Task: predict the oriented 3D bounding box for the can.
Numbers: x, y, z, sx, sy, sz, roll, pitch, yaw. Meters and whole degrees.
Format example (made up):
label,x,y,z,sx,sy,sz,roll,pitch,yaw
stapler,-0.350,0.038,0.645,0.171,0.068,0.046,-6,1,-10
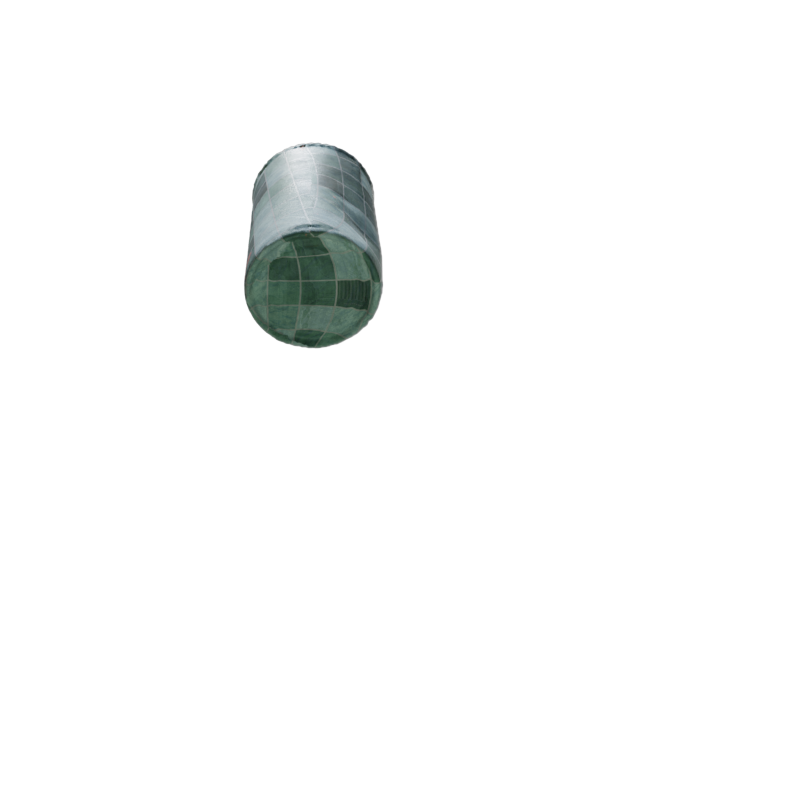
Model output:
label,x,y,z,sx,sy,sz,roll,pitch,yaw
can,-0.045,-0.082,0.572,0.068,0.064,0.109,-1,33,-3
